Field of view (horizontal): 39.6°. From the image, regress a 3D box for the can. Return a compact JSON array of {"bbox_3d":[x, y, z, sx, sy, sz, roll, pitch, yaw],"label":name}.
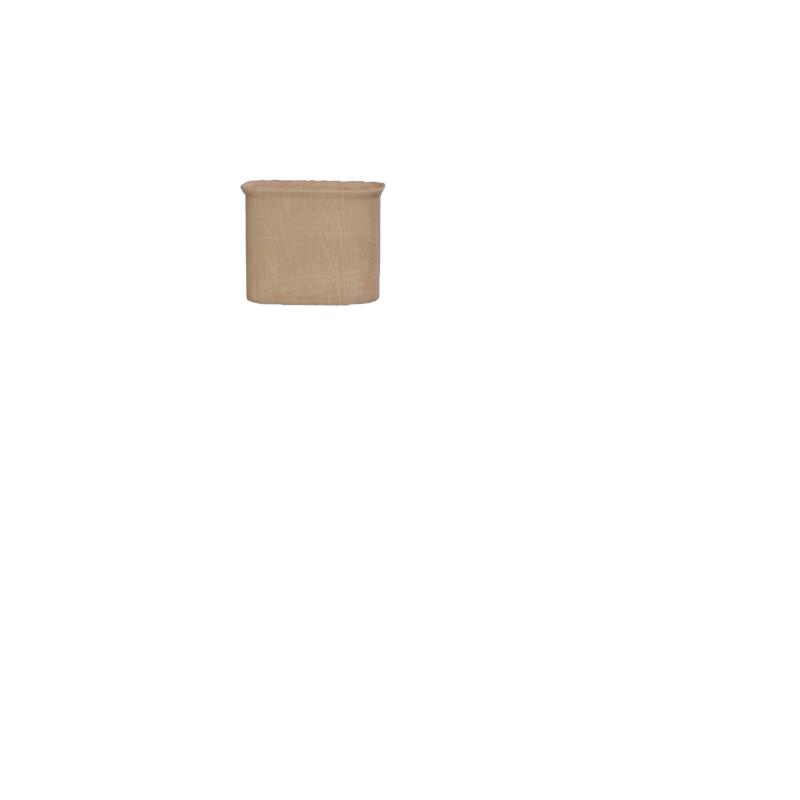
[{"bbox_3d":[-0.062,-0.114,0.799,0.103,0.082,0.059,2,12,5],"label":"can"}]
